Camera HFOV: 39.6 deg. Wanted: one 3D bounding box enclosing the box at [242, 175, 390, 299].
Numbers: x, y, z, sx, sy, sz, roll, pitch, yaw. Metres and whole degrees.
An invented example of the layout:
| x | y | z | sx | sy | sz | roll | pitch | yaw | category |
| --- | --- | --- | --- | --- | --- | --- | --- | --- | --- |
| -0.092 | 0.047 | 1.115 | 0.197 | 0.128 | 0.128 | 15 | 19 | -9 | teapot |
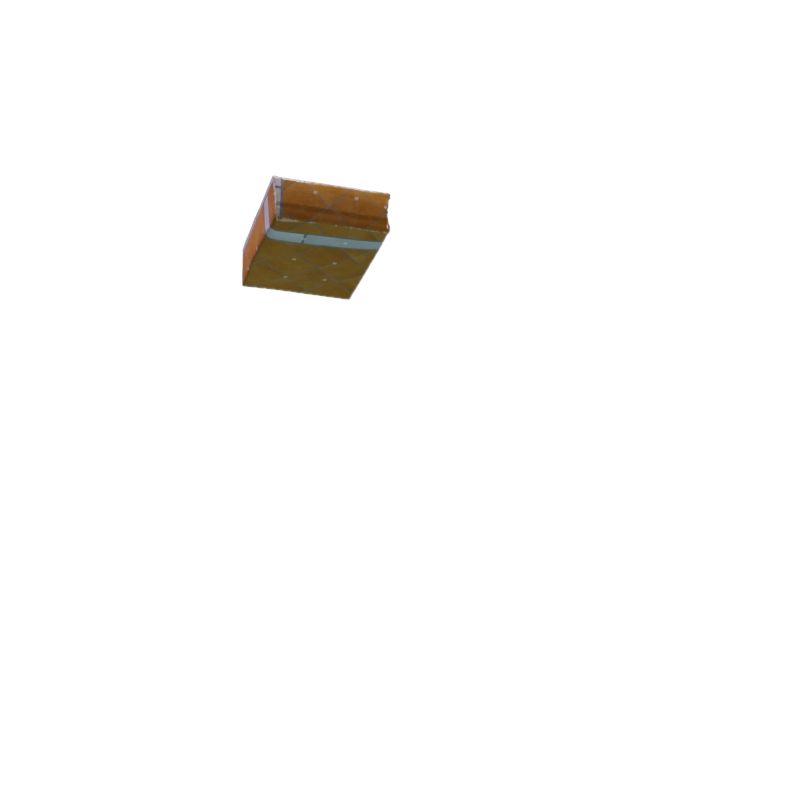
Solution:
| x | y | z | sx | sy | sz | roll | pitch | yaw | category |
| --- | --- | --- | --- | --- | --- | --- | --- | --- | --- |
| -0.066 | -0.120 | 0.838 | 0.088 | 0.041 | 0.110 | 7 | -24 | -16 | box |
